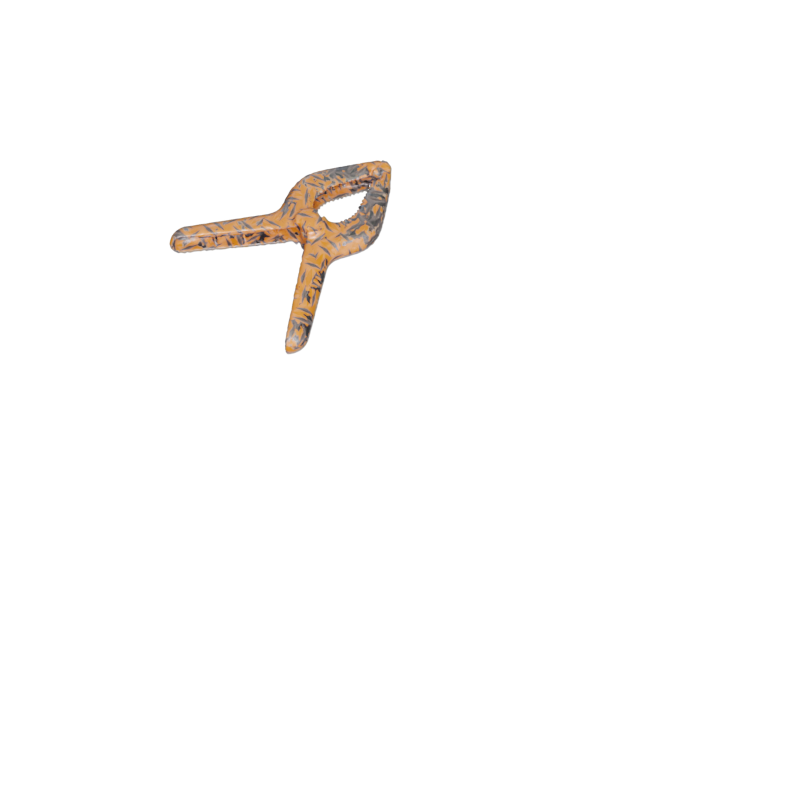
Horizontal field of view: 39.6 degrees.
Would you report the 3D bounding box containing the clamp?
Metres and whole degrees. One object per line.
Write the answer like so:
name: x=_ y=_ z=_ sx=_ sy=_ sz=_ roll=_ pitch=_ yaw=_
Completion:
clamp: x=-0.078 y=-0.142 z=0.995 sx=0.211 sy=0.175 sz=0.034 roll=-34 pitch=-27 yaw=-20
